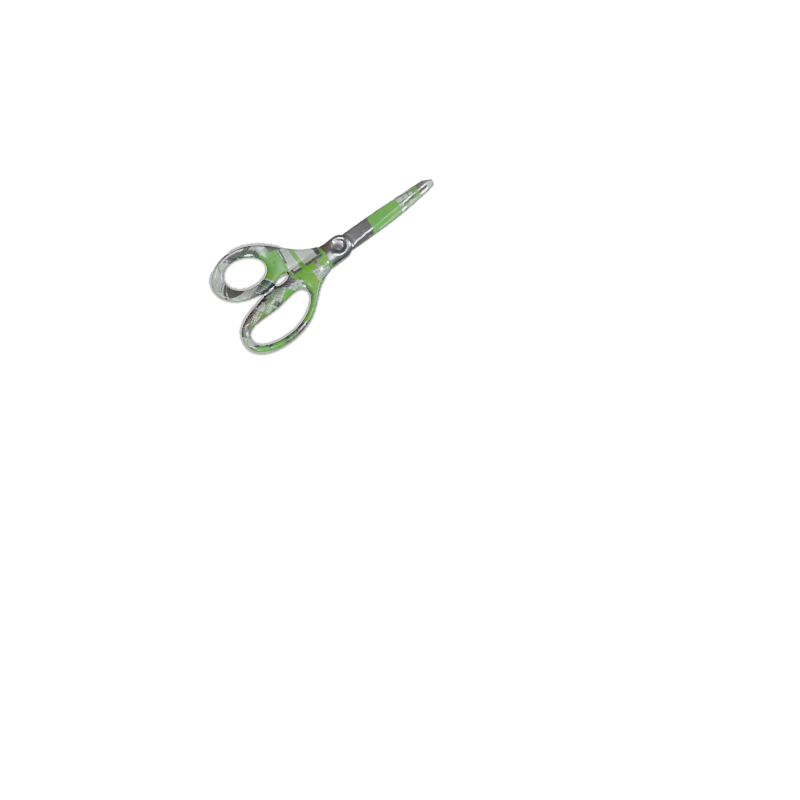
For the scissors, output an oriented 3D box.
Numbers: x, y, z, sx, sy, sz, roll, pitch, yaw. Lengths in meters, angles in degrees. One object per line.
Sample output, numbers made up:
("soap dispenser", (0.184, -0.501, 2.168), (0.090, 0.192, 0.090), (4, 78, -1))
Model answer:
("scissors", (-0.069, -0.125, 0.876), (0.099, 0.206, 0.015), (33, -19, 13))
